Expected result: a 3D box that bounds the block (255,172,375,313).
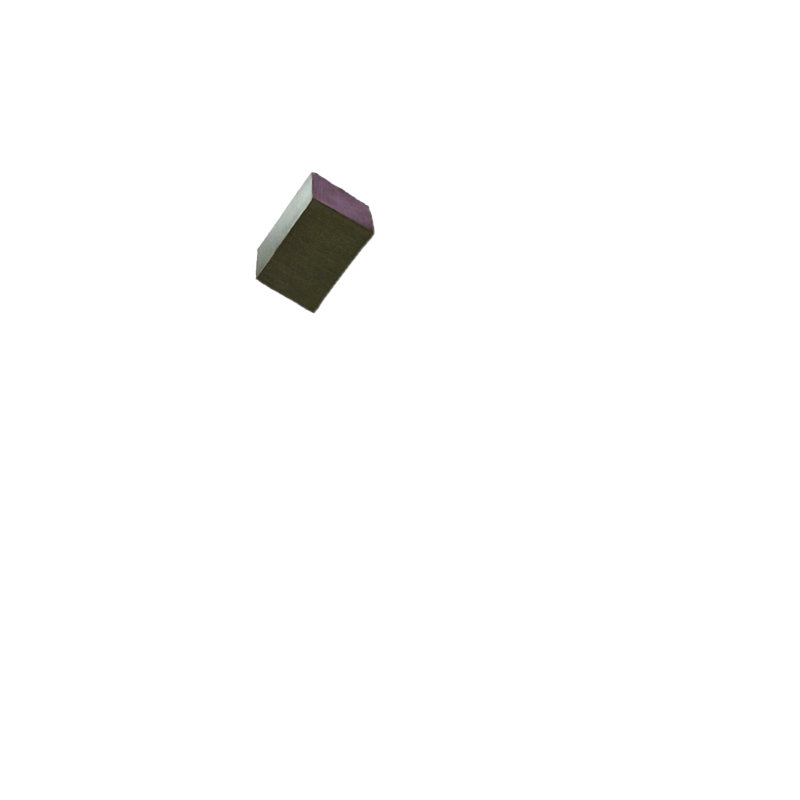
[{"bbox_3d":[-0.062,-0.113,0.794,0.051,0.076,0.054,31,24,-18],"label":"block"}]
